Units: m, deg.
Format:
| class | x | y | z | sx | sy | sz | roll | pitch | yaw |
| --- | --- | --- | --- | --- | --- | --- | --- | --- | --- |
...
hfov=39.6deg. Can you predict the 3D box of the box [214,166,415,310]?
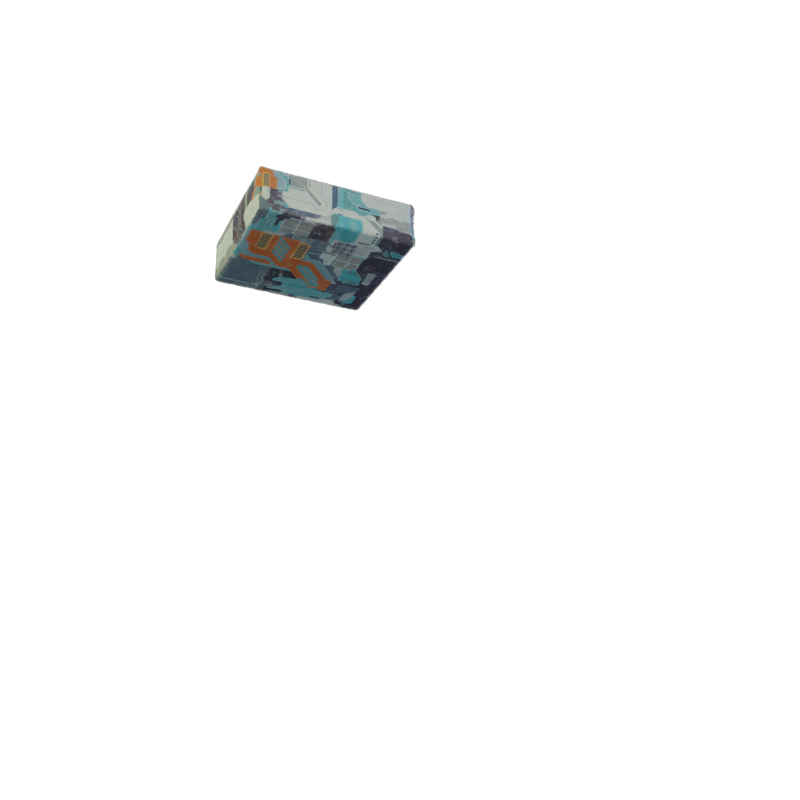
| class | x | y | z | sx | sy | sz | roll | pitch | yaw |
| --- | --- | --- | --- | --- | --- | --- | --- | --- | --- |
| box | -0.046 | -0.085 | 0.595 | 0.086 | 0.032 | 0.071 | 11 | -32 | -20 |
